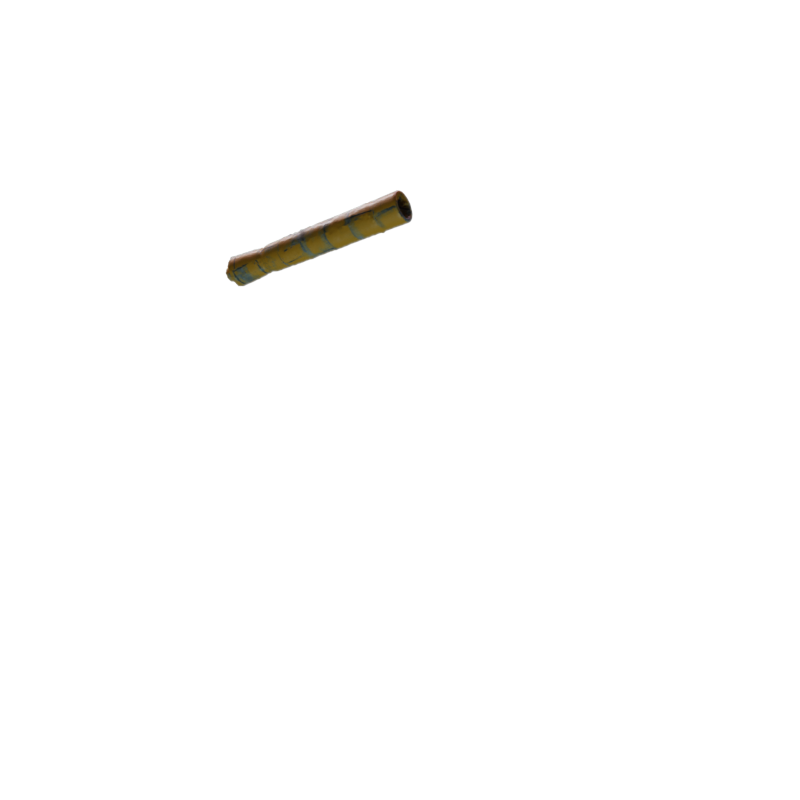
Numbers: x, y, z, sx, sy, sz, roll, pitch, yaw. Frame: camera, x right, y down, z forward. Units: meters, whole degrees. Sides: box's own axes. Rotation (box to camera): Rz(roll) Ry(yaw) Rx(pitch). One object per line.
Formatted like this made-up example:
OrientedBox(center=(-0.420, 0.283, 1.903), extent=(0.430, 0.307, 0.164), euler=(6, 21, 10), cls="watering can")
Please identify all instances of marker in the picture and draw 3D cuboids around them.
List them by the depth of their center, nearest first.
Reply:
OrientedBox(center=(-0.049, -0.090, 0.630), extent=(0.122, 0.020, 0.019), euler=(-17, -5, 28), cls="marker")
